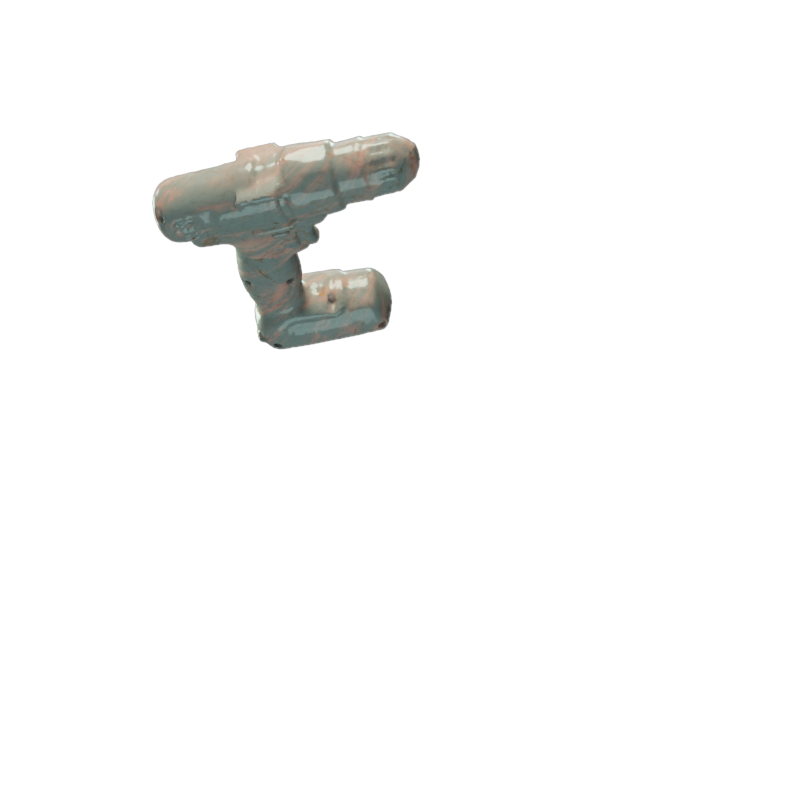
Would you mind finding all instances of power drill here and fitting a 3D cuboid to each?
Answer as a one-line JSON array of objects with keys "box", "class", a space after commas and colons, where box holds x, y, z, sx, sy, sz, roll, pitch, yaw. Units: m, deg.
[{"box": [-0.062, -0.114, 0.798, 0.186, 0.061, 0.173, -8, -34, 12], "class": "power drill"}]
